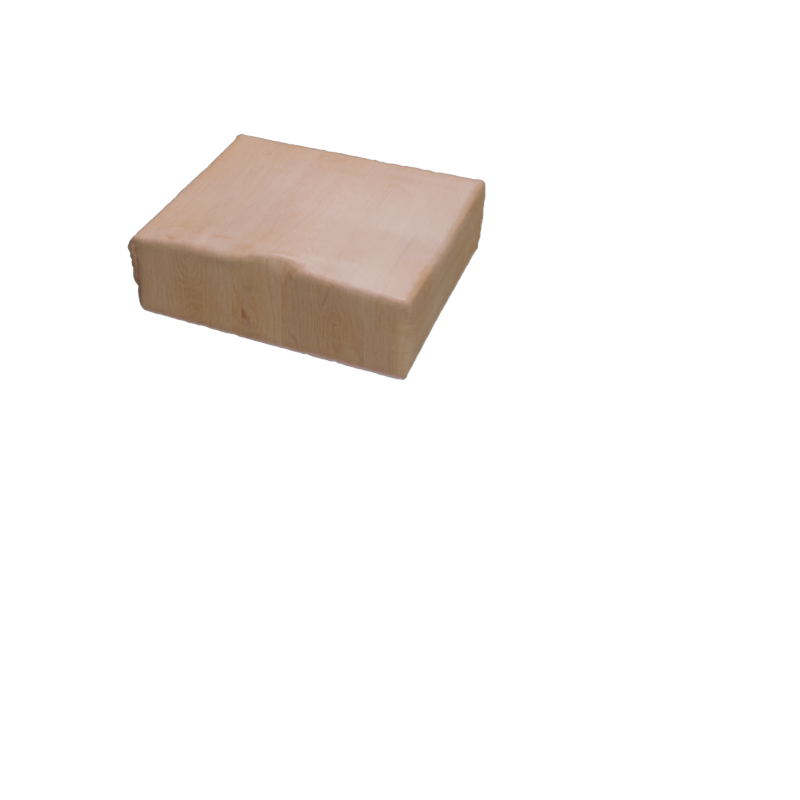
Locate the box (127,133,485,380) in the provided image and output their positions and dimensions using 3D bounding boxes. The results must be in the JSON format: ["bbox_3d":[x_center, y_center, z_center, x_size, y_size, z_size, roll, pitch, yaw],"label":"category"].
[{"bbox_3d":[-0.027,-0.049,0.342,0.092,0.028,0.076,14,40,17],"label":"box"}]
